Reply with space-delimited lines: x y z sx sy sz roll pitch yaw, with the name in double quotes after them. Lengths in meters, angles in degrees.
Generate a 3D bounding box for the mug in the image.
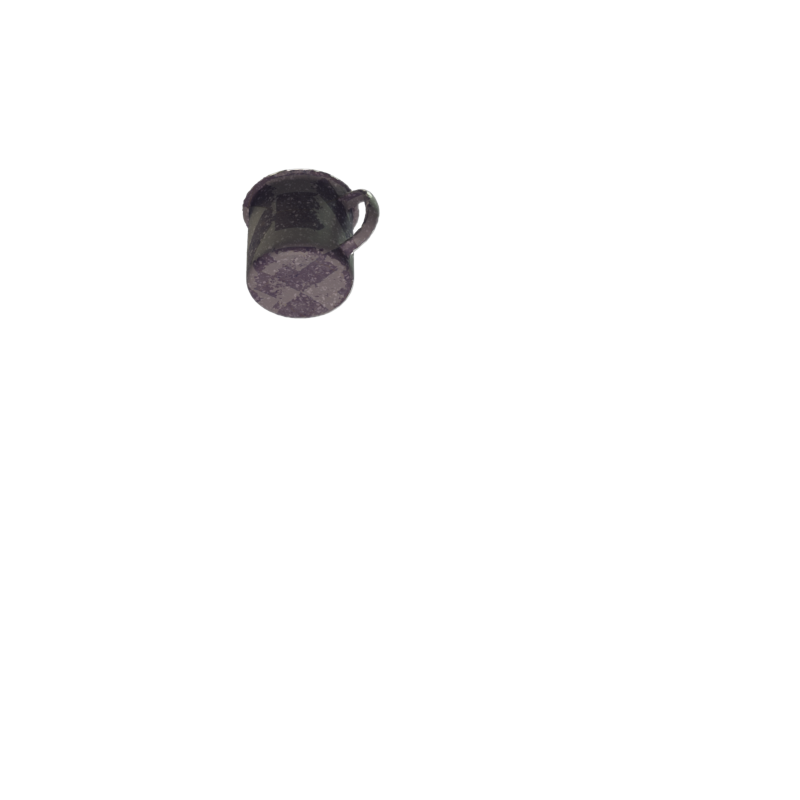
-0.066 -0.121 0.848 0.118 0.087 0.086 -22 -44 23 "mug"
